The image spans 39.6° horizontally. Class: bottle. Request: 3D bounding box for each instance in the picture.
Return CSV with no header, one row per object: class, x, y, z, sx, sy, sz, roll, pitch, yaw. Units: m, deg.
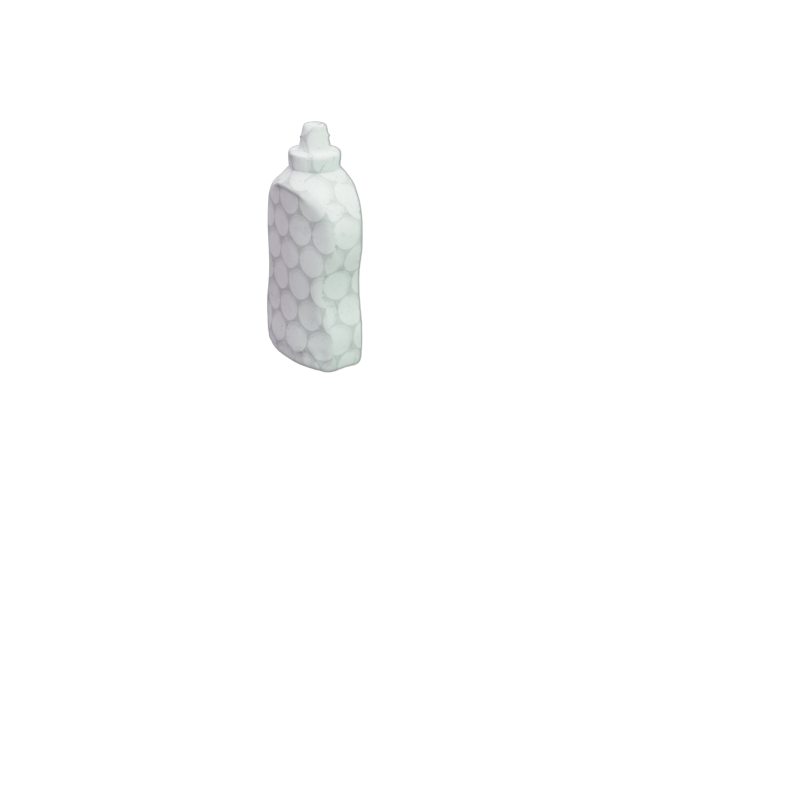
bottle,-0.068,-0.125,0.878,0.057,0.183,0.103,-13,27,-32
